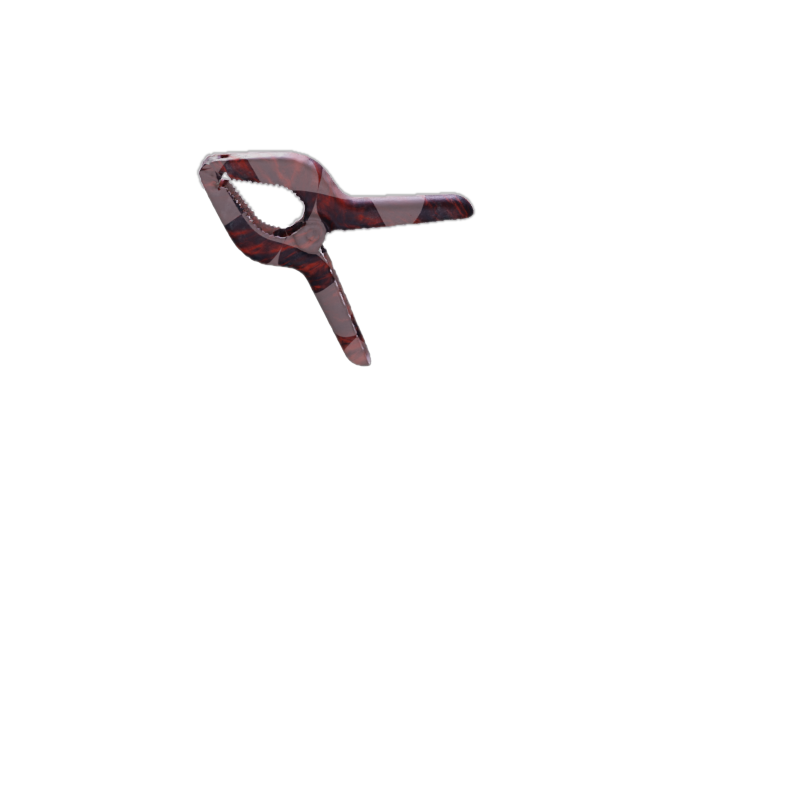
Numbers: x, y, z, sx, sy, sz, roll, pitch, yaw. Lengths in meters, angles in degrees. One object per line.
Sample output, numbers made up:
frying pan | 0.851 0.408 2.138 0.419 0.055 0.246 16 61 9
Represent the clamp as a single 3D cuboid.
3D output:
clamp | -0.069 -0.126 0.879 0.206 0.160 0.038 23 18 -8
